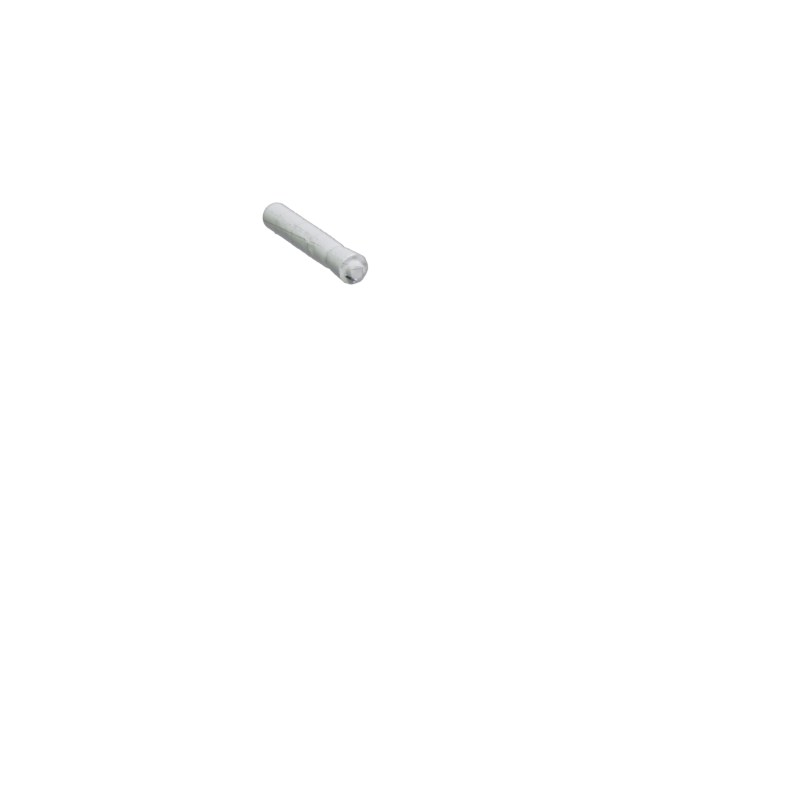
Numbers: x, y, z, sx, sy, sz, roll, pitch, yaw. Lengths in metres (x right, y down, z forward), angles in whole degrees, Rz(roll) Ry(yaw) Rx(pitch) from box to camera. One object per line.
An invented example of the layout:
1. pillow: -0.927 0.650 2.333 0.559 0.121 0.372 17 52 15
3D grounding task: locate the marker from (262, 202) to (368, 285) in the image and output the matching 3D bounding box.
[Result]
1. marker: -0.053 -0.097 0.682 0.019 0.019 0.129 -2 24 -29
